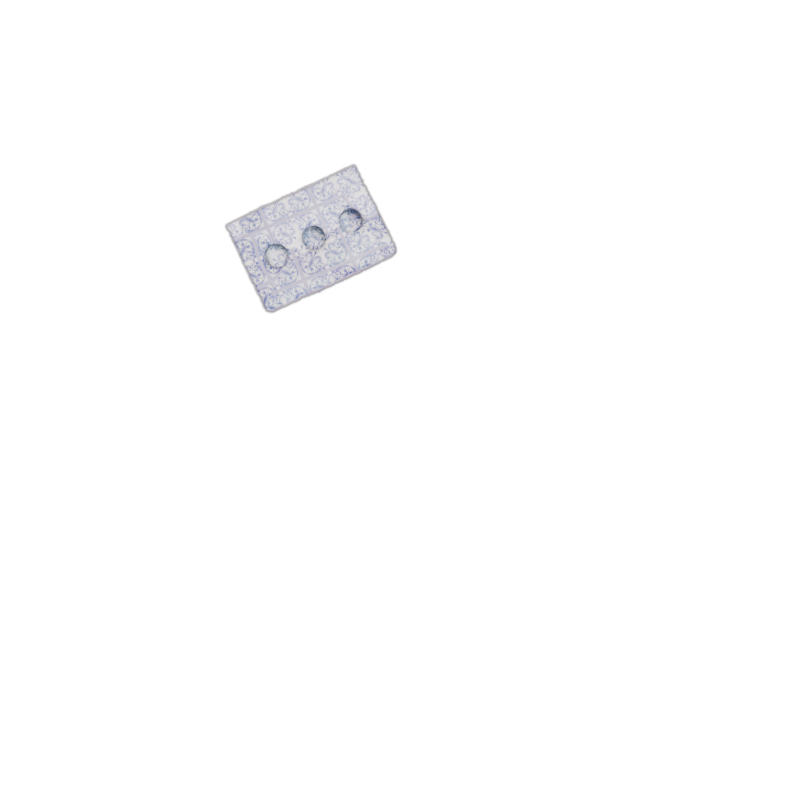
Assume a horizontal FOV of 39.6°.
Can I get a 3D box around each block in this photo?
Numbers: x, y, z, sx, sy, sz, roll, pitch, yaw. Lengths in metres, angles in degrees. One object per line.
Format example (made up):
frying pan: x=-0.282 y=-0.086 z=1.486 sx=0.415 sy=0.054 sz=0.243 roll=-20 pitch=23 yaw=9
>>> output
block: x=-0.047 y=-0.086 z=0.605 sx=0.078 sy=0.053 sz=0.051 roll=-26 pitch=0 yaw=-2
